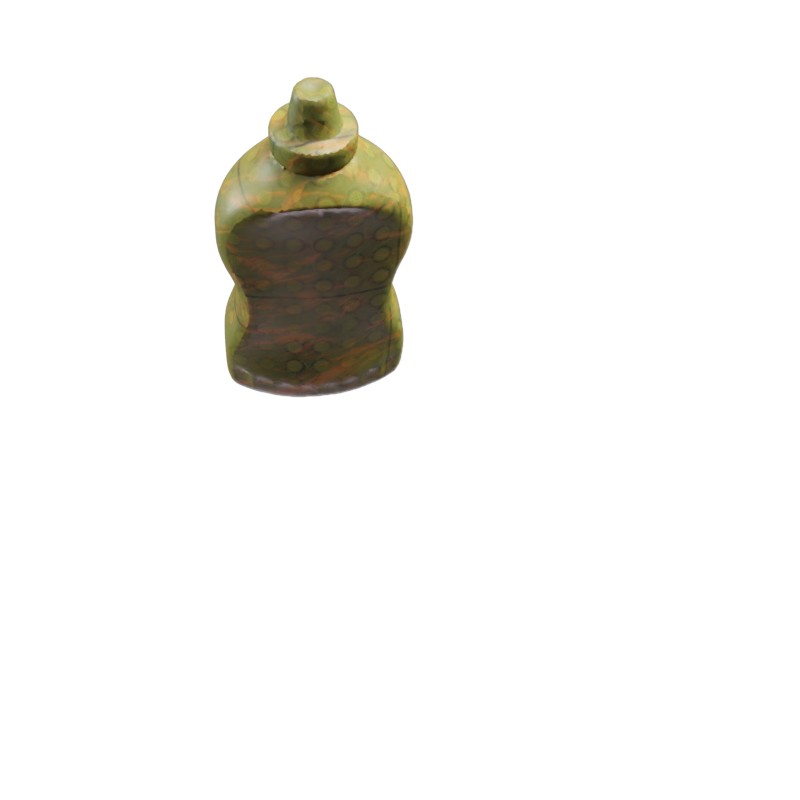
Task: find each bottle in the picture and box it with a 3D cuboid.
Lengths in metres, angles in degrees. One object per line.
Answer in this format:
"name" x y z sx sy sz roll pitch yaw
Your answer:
"bottle" -0.043 -0.079 0.550 0.095 0.063 0.179 -2 -38 -5
